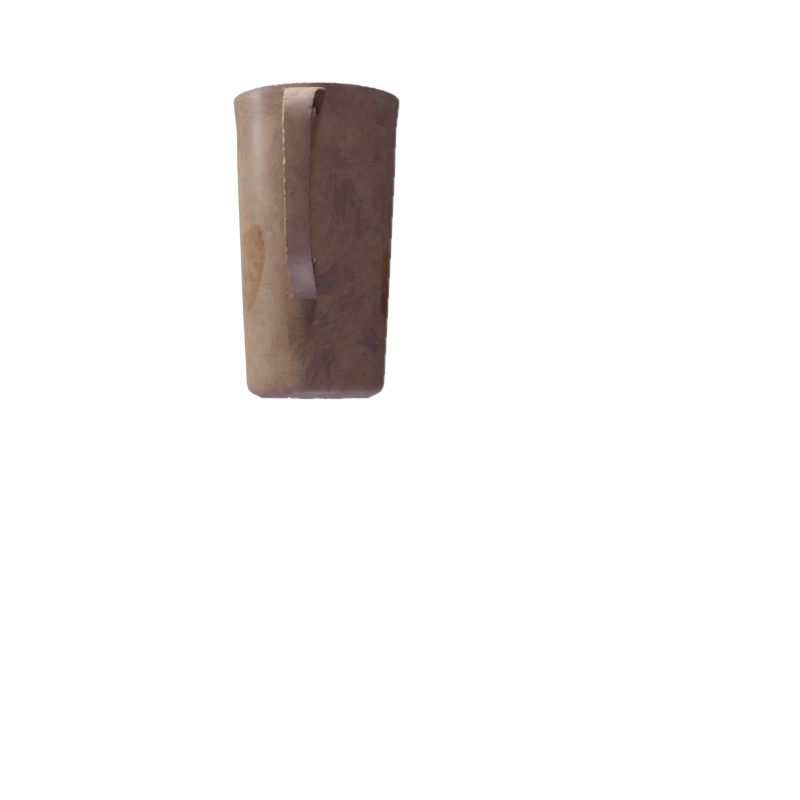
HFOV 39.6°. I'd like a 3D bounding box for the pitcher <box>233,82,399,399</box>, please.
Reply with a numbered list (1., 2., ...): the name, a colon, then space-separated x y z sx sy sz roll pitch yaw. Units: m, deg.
1. pitcher: -0.068 -0.124 0.869 0.143 0.247 0.149 4 -6 -41
